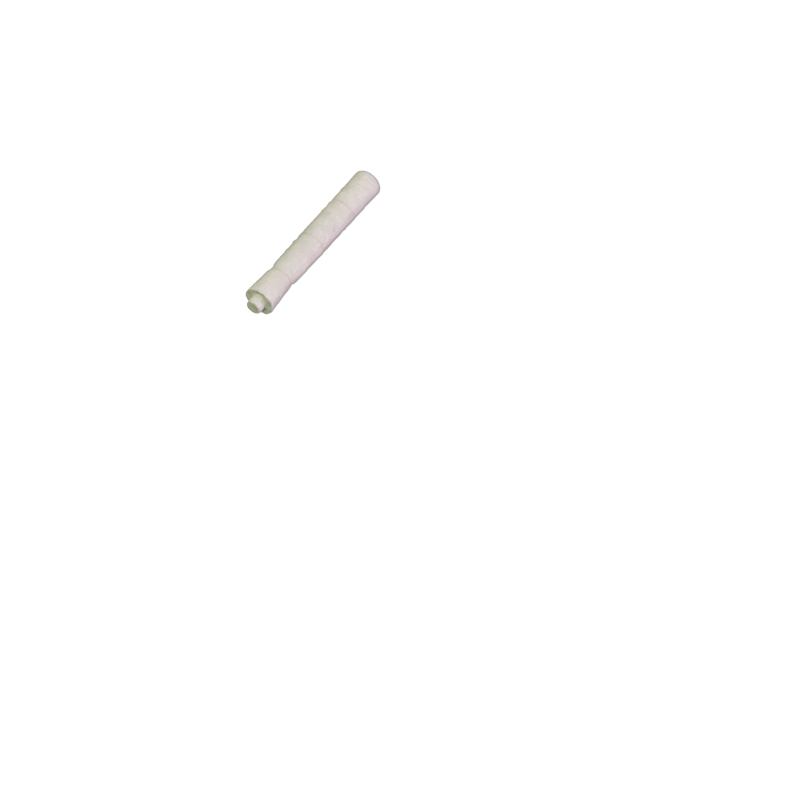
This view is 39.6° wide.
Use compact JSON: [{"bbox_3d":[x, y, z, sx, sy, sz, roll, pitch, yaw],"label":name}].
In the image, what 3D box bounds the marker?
[{"bbox_3d":[-0.051,-0.093,0.654,0.021,0.018,0.124,2,44,42],"label":"marker"}]
